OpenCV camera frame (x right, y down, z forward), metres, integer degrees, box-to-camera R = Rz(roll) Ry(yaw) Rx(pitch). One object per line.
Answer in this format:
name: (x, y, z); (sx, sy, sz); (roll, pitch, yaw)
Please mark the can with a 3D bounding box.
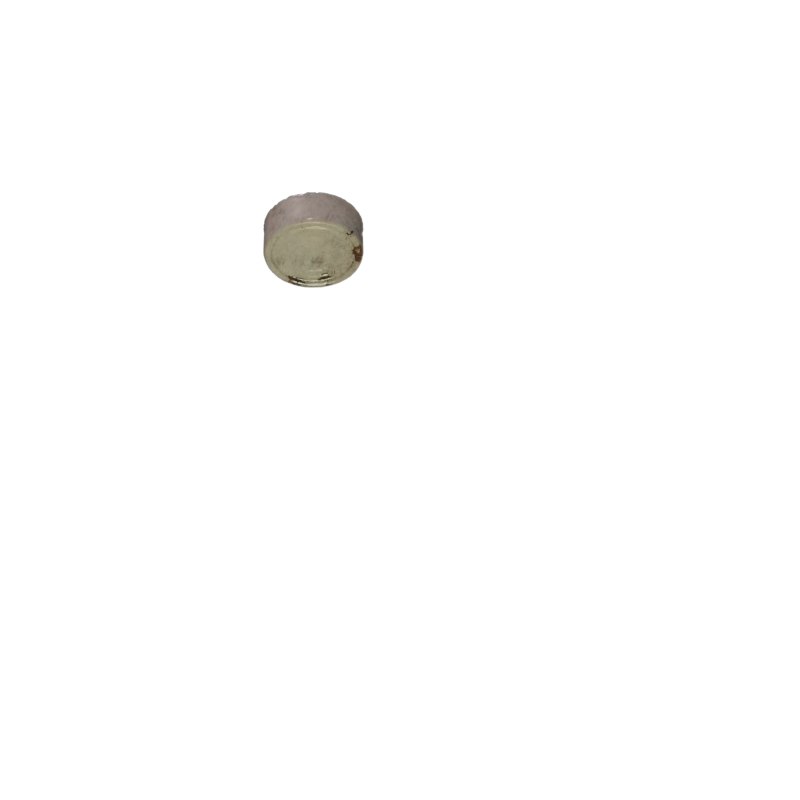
can: (-0.074, -0.134, 0.940); (0.086, 0.036, 0.080); (1, -39, -2)
